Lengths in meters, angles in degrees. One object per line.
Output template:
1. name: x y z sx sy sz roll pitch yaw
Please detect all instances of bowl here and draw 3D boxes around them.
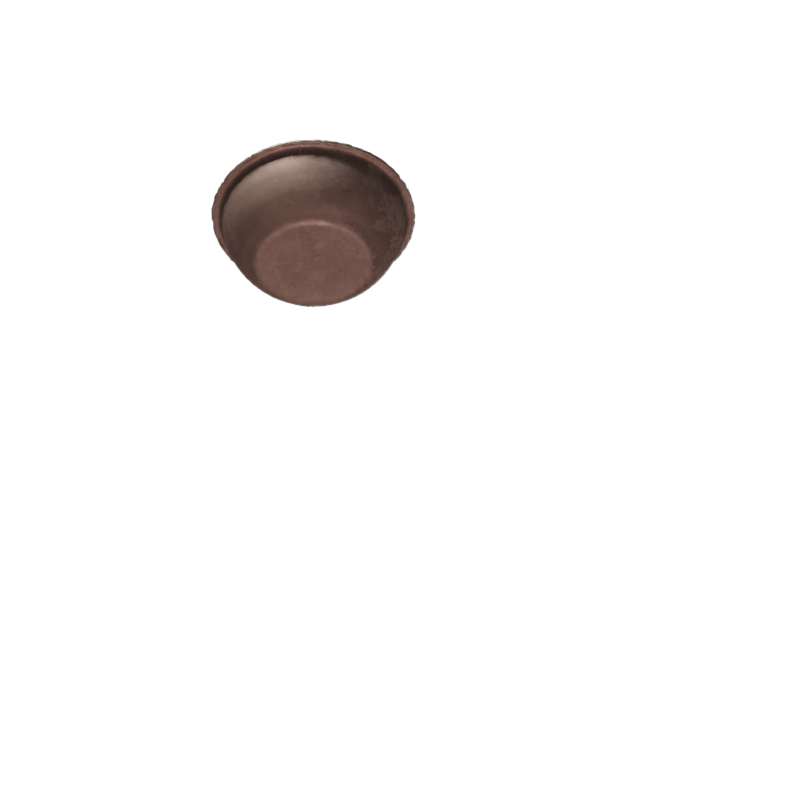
1. bowl: -0.067 -0.123 0.860 0.162 0.059 0.151 1 -43 -1
